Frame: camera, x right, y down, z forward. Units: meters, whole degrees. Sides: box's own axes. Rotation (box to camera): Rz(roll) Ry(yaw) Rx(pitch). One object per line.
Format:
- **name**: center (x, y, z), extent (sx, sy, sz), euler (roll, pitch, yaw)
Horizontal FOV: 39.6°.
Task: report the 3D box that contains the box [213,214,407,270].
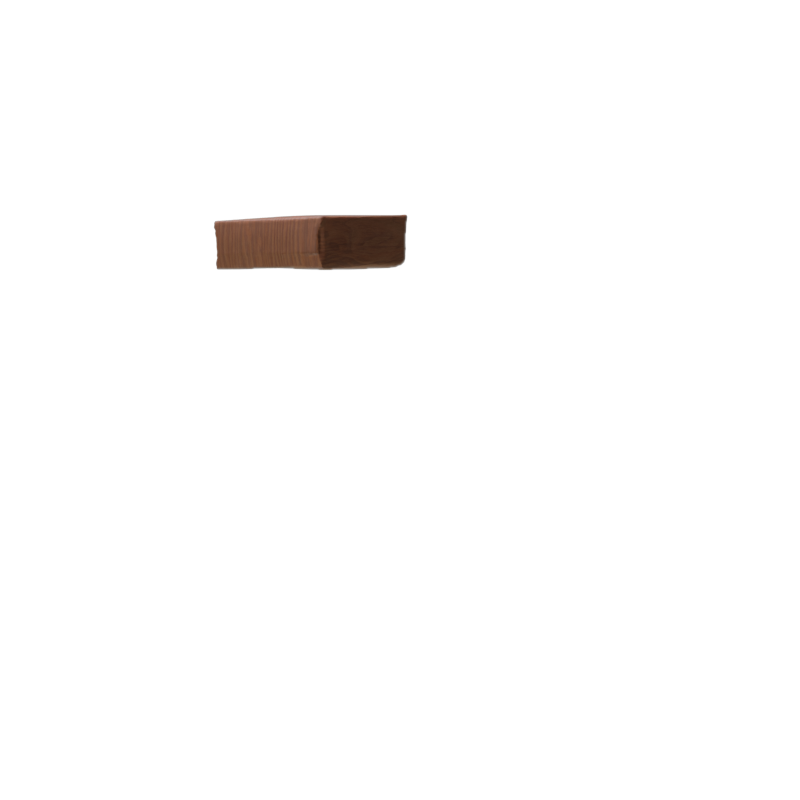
- **box**: center (-0.060, -0.110, 0.771), extent (0.093, 0.039, 0.110), euler (4, 8, 32)
